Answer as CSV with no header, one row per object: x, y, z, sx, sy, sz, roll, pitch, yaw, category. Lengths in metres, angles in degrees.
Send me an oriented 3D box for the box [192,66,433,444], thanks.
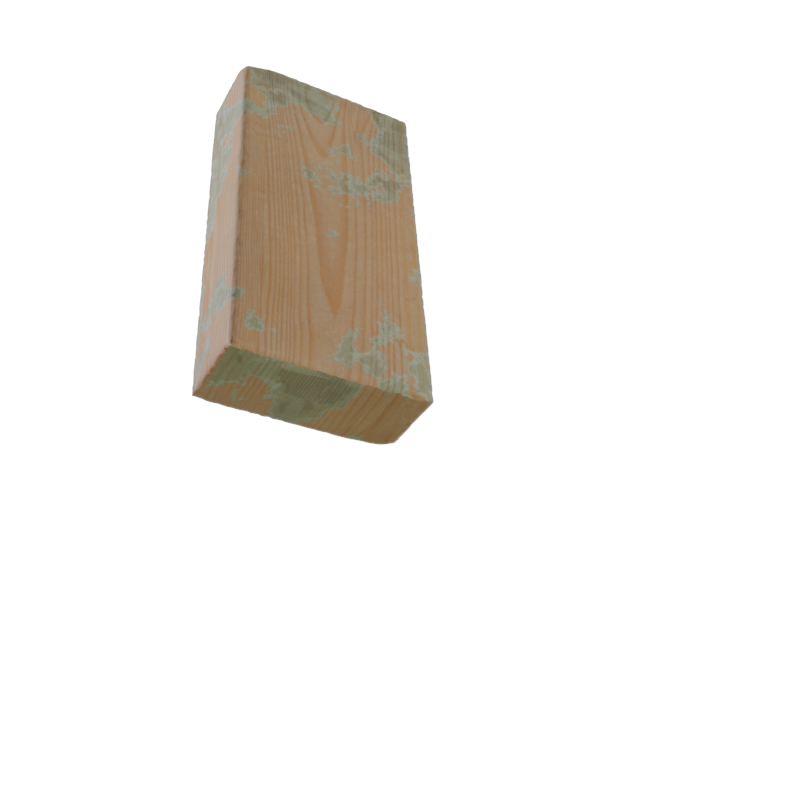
-0.039,-0.072,0.502,0.090,0.189,0.046,15,-42,-22,box
